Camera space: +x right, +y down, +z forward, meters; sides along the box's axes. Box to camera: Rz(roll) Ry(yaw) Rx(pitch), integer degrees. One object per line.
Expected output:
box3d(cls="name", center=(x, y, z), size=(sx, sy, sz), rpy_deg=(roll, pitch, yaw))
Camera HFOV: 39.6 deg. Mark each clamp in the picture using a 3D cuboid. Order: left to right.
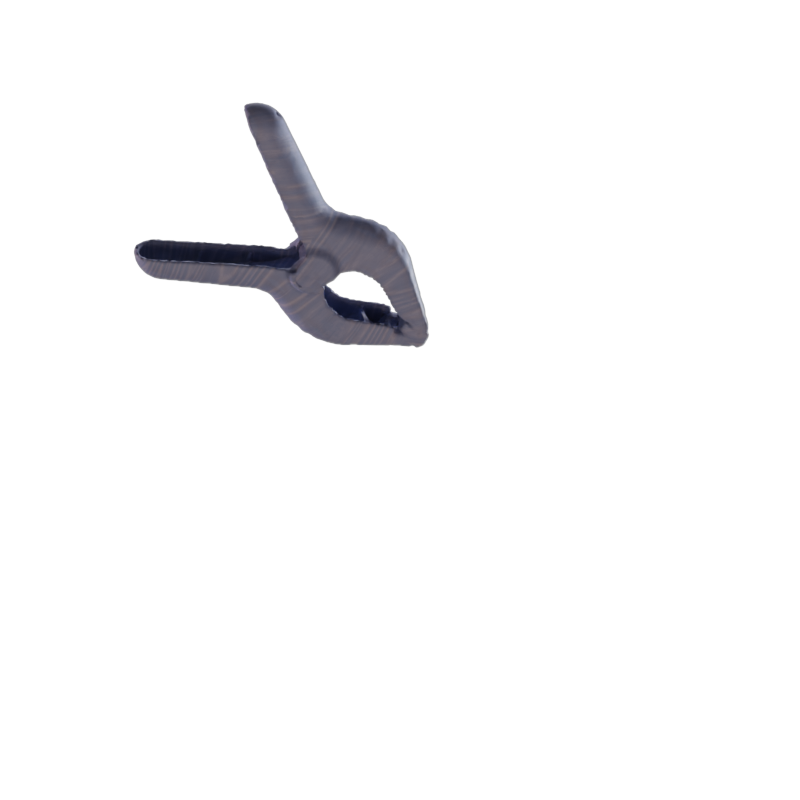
box3d(cls="clamp", center=(-0.048, -0.088, 0.616), size=(0.165, 0.116, 0.042), rpy_deg=(23, 37, -18))
